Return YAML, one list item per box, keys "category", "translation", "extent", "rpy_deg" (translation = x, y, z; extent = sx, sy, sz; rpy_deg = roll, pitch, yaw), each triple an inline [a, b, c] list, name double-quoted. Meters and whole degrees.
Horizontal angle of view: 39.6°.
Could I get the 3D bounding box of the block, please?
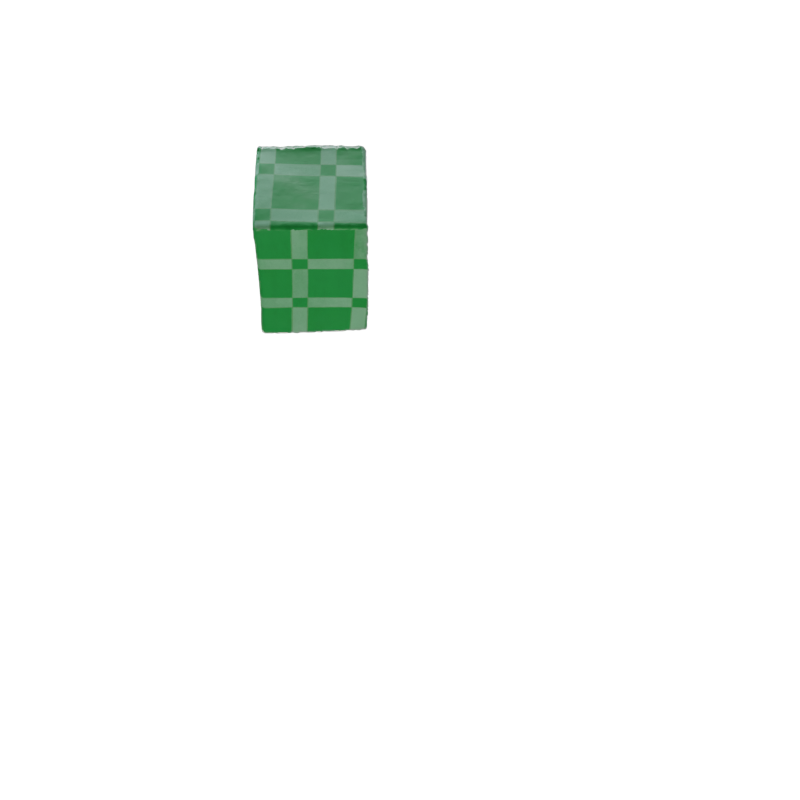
- category: "block"
  translation: [-0.041, -0.075, 0.525]
  extent: [0.053, 0.055, 0.073]
  rpy_deg: [0, -37, -2]
